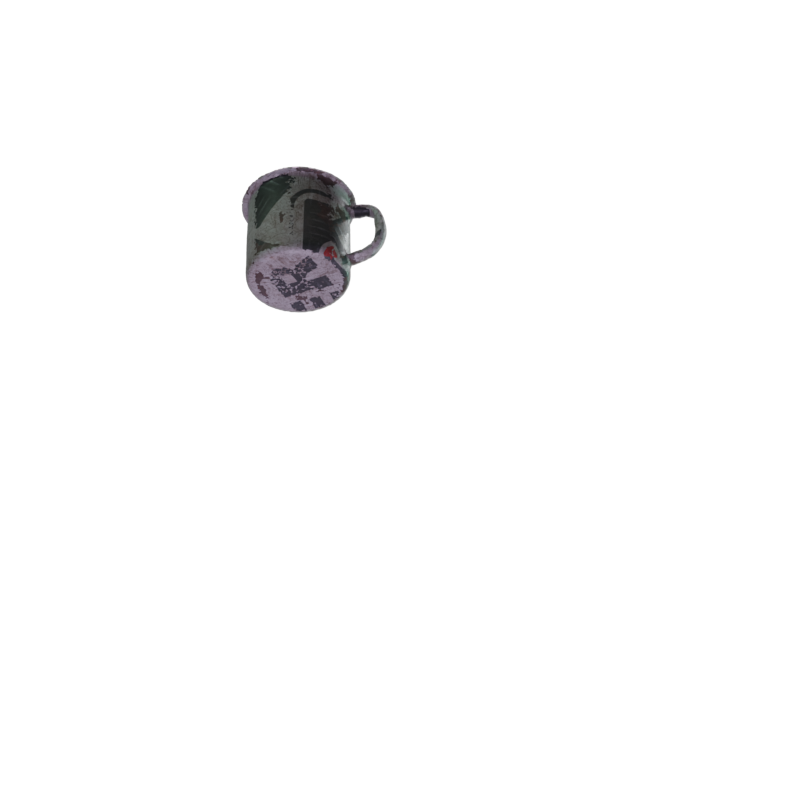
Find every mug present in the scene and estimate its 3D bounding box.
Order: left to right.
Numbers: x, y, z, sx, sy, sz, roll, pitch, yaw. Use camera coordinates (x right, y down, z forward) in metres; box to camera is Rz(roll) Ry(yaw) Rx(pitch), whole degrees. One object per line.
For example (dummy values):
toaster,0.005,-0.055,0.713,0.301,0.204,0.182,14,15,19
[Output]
mug,-0.068,-0.125,0.875,0.118,0.087,0.086,-6,-38,7
